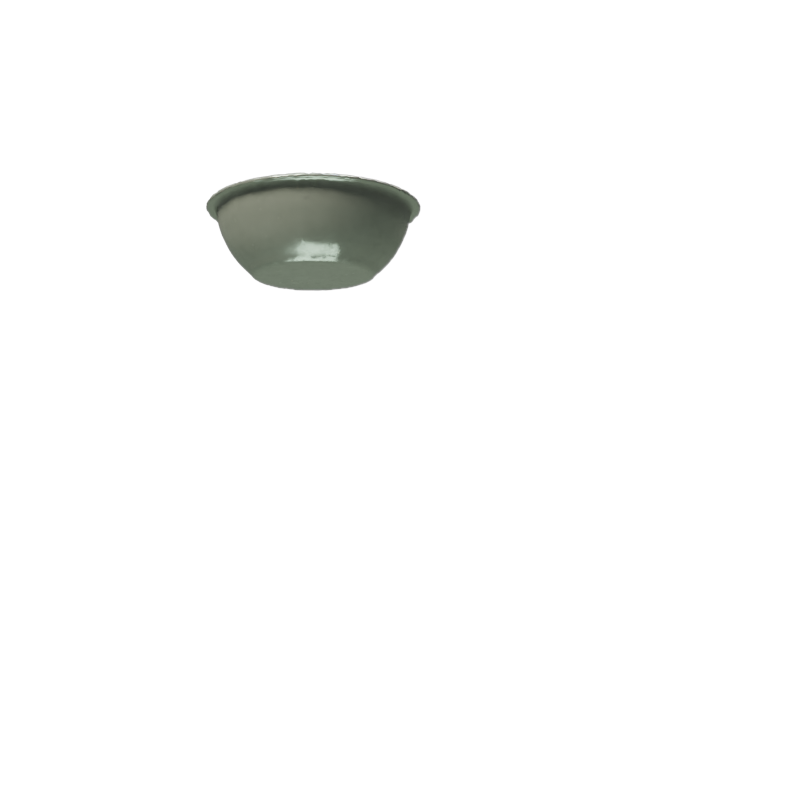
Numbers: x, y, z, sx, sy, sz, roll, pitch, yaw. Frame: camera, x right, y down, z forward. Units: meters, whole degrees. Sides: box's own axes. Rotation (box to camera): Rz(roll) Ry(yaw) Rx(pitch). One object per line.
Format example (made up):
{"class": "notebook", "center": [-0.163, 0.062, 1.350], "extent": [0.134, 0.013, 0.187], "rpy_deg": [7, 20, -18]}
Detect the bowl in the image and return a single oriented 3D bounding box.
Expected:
{"class": "bowl", "center": [-0.065, -0.119, 0.833], "extent": [0.162, 0.057, 0.158], "rpy_deg": [0, -9, -2]}
